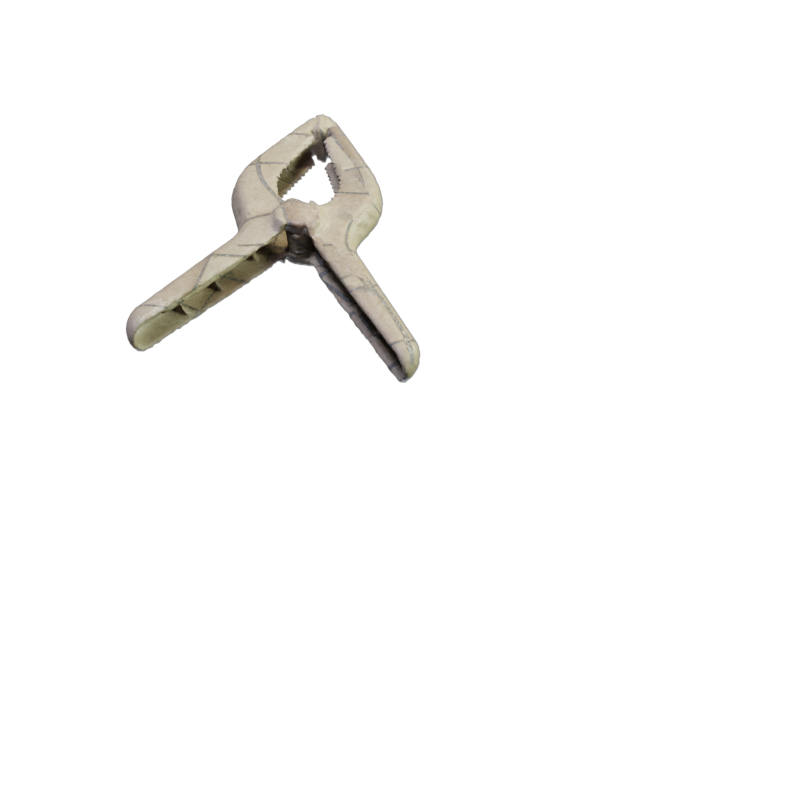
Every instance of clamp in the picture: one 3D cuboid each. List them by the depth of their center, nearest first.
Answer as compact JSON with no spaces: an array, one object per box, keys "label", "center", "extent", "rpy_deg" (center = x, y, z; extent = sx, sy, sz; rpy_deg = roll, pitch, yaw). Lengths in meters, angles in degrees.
[{"label":"clamp","center":[-0.053,-0.096,0.672],"extent":[0.168,0.221,0.034],"rpy_deg":[11,-41,9]}]
